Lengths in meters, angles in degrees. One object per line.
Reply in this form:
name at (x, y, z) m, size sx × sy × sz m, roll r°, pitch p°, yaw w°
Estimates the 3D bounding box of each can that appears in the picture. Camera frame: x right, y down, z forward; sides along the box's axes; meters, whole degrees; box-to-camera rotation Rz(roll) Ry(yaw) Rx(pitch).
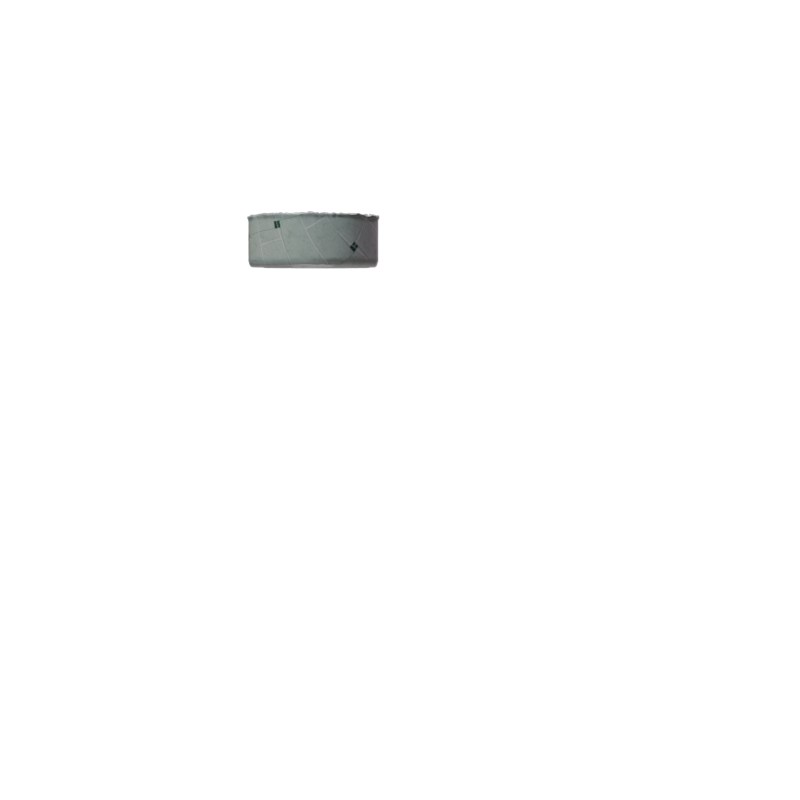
can at (-0.056, -0.103, 0.719) m, size 0.086 × 0.033 × 0.086 m, roll 0°, pitch 5°, yaw -2°
